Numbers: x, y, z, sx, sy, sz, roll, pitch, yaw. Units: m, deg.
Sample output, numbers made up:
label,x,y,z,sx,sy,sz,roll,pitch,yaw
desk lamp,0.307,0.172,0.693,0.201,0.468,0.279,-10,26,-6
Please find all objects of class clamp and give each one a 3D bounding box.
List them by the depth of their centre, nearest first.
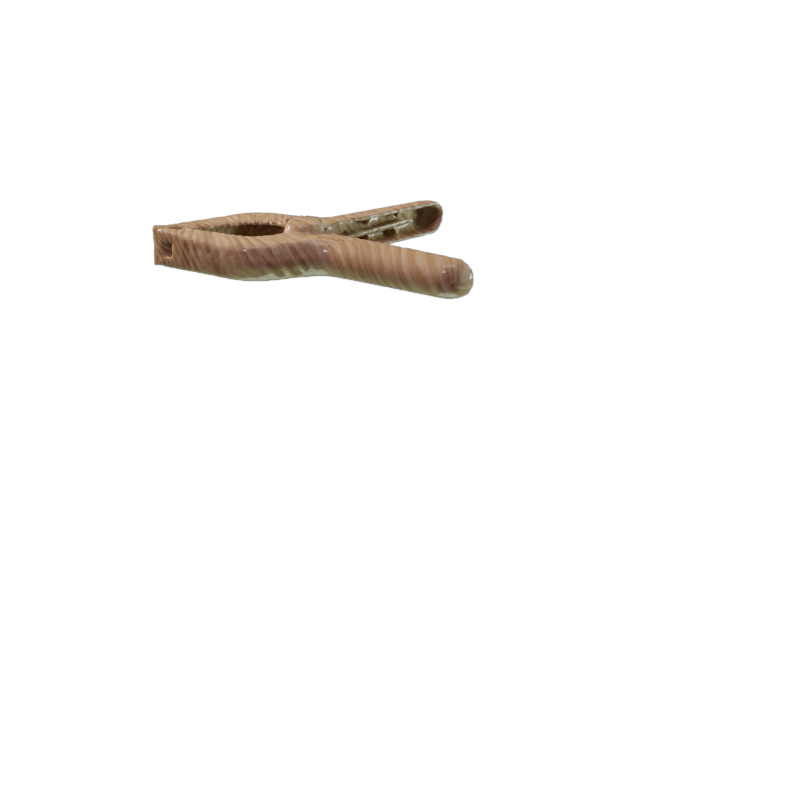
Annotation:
label,x,y,z,sx,sy,sz,roll,pitch,yaw
clamp,-0.059,-0.107,0.747,0.211,0.035,0.171,2,22,4
